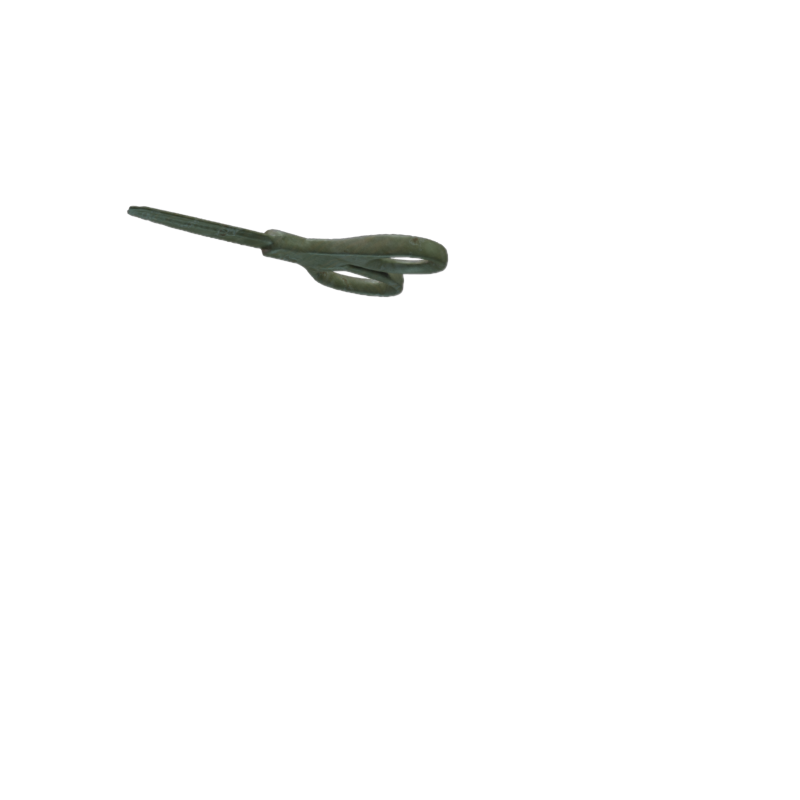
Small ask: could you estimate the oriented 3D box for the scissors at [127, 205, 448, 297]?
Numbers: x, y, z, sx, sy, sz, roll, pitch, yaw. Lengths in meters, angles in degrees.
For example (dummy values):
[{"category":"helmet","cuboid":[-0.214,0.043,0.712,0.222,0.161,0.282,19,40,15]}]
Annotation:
[{"category":"scissors","cuboid":[-0.050,-0.091,0.636,0.098,0.016,0.190,-9,-15,36]}]
